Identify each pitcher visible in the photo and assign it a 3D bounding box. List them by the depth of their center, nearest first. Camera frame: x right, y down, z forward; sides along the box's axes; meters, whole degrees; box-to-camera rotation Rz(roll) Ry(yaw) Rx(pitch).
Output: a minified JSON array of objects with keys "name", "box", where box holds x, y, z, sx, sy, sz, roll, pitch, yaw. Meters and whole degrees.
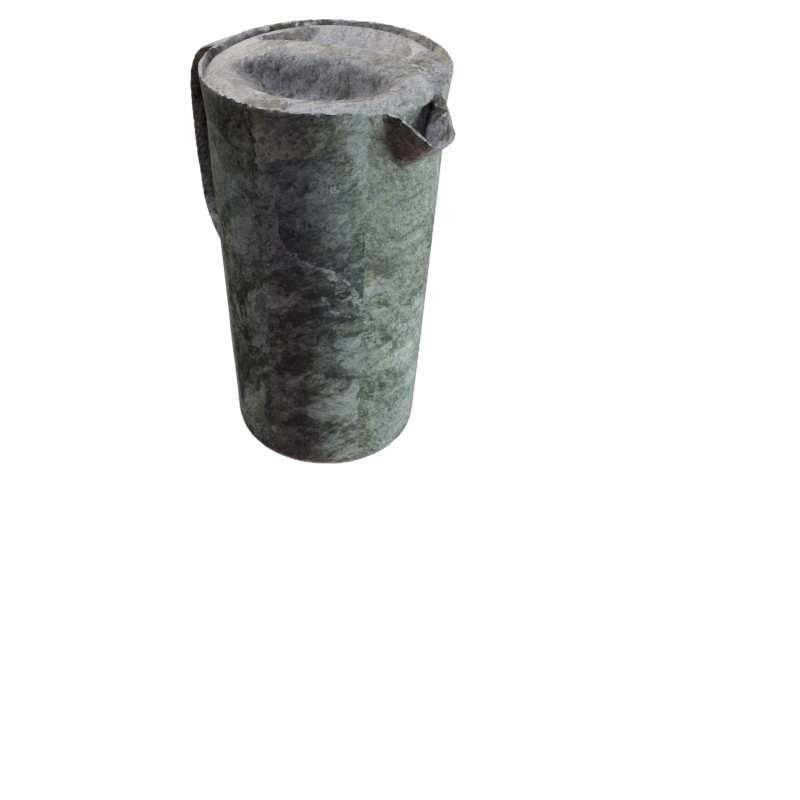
[{"name":"pitcher","box":[-0.050,-0.092,0.643,0.144,0.228,0.159,0,34,-3]}]
